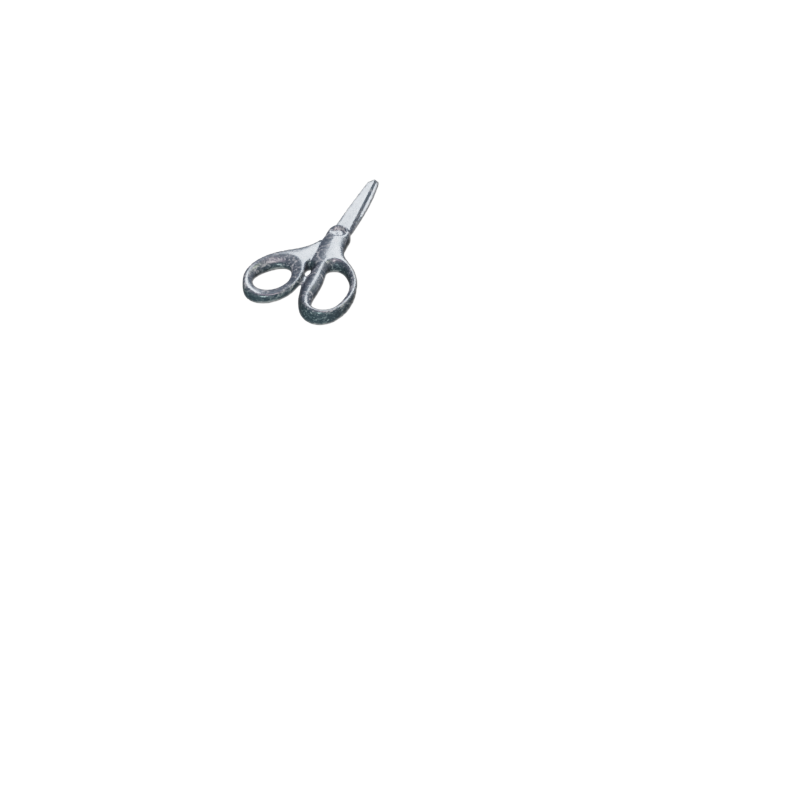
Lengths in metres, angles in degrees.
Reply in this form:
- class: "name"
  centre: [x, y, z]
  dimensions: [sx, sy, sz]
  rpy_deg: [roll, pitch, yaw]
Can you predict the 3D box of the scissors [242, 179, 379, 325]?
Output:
- class: "scissors"
  centre: [-0.070, -0.127, 0.889]
  dimensions: [0.097, 0.015, 0.215]
  rpy_deg: [1, 39, 2]
